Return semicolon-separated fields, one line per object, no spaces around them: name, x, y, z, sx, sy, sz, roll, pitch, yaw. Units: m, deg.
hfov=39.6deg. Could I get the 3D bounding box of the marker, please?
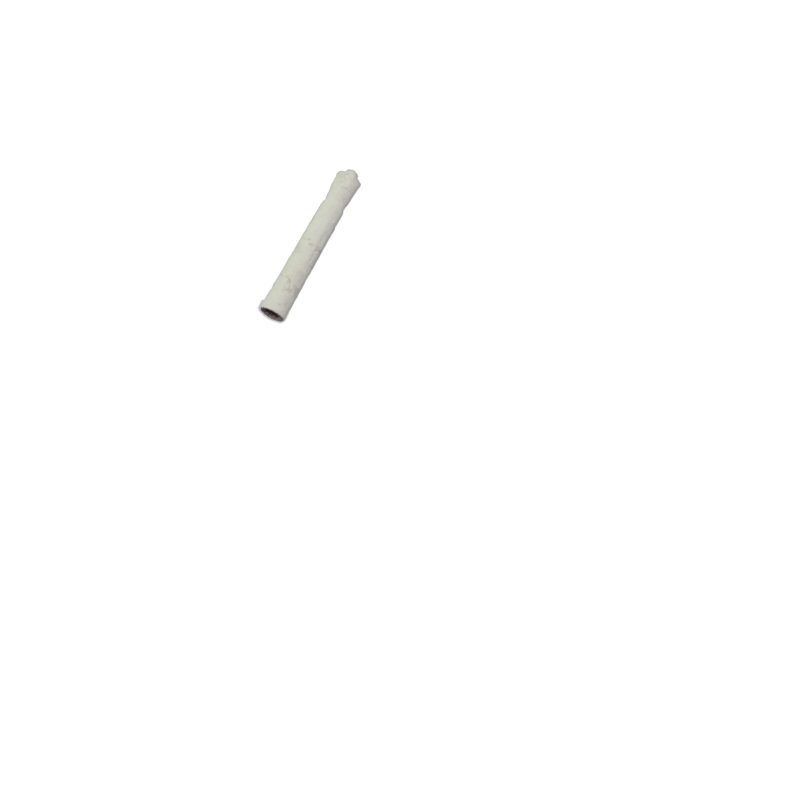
marker;-0.059;-0.108;0.757;0.020;0.125;0.019;24;-22;7
